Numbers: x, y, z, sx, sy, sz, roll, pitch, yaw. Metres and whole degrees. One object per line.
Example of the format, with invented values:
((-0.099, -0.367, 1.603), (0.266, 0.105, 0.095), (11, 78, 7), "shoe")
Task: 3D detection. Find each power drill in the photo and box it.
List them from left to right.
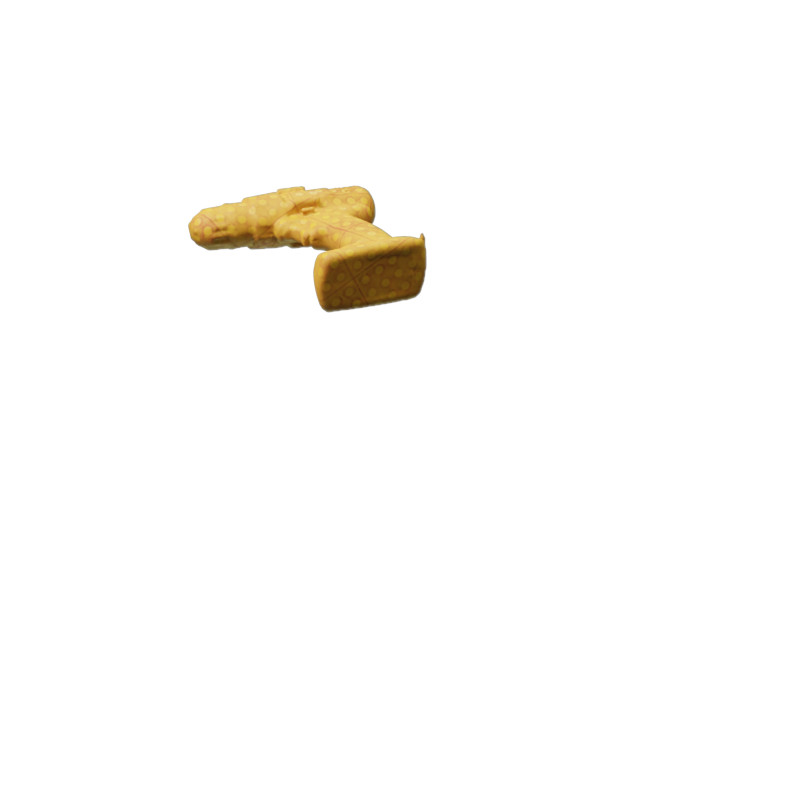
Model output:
((-0.077, -0.141, 0.990), (0.181, 0.054, 0.202), (-14, 32, -23), "power drill")
